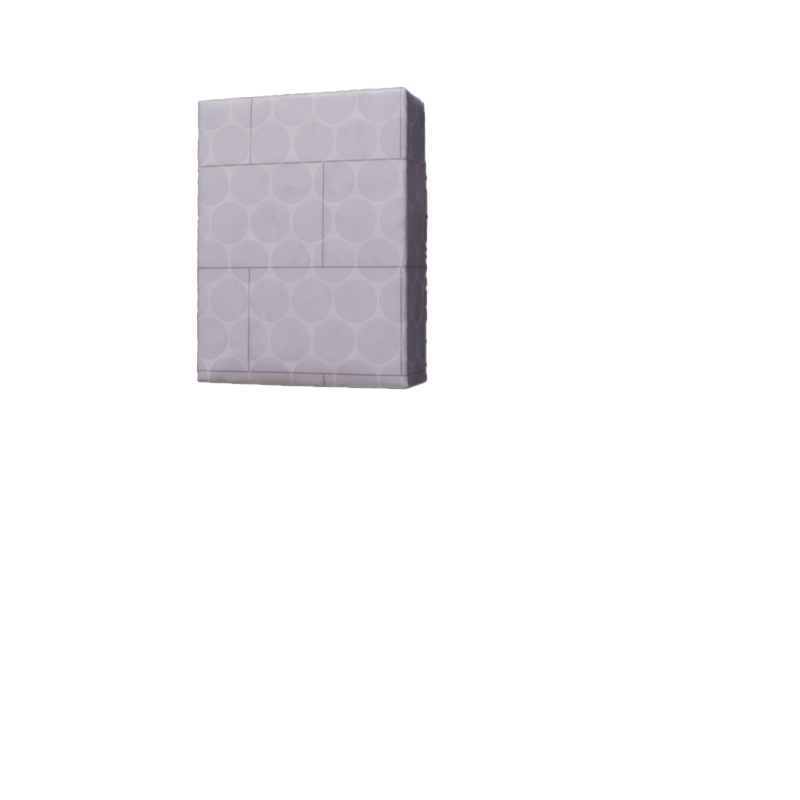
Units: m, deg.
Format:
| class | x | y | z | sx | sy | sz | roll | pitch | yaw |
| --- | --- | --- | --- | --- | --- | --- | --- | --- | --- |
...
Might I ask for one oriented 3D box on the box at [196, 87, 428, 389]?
| class | x | y | z | sx | sy | sz | roll | pitch | yaw |
| --- | --- | --- | --- | --- | --- | --- | --- | --- | --- |
| box | -0.065 | -0.119 | 0.830 | 0.168 | 0.215 | 0.070 | 0 | -2 | 18 |
